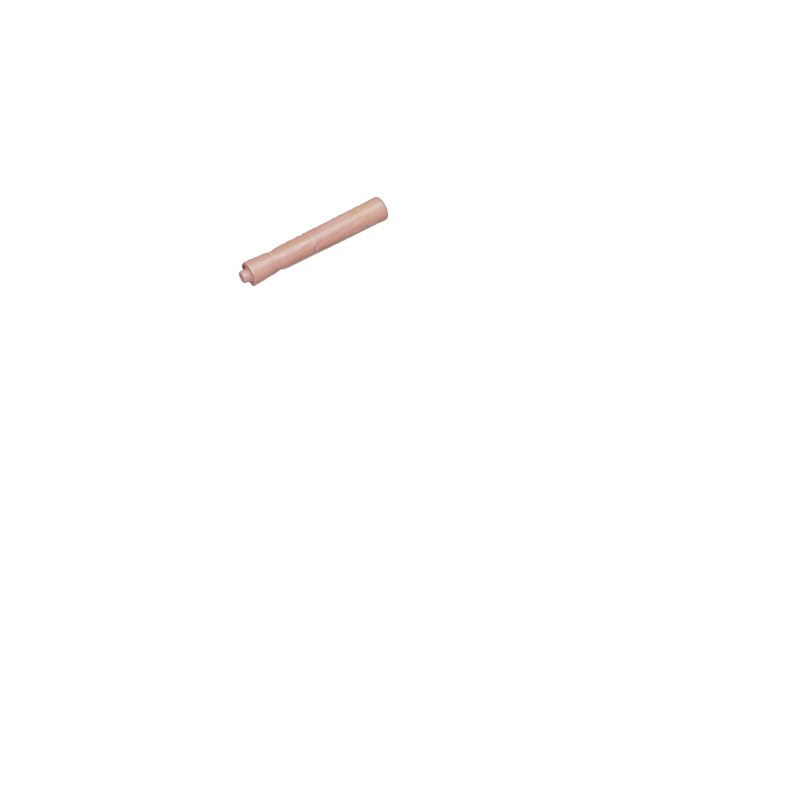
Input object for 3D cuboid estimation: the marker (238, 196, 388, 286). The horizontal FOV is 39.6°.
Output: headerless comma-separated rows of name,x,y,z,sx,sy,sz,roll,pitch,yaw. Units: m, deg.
marker,-0.063,-0.114,0.802,0.121,0.019,0.020,-30,16,-21
